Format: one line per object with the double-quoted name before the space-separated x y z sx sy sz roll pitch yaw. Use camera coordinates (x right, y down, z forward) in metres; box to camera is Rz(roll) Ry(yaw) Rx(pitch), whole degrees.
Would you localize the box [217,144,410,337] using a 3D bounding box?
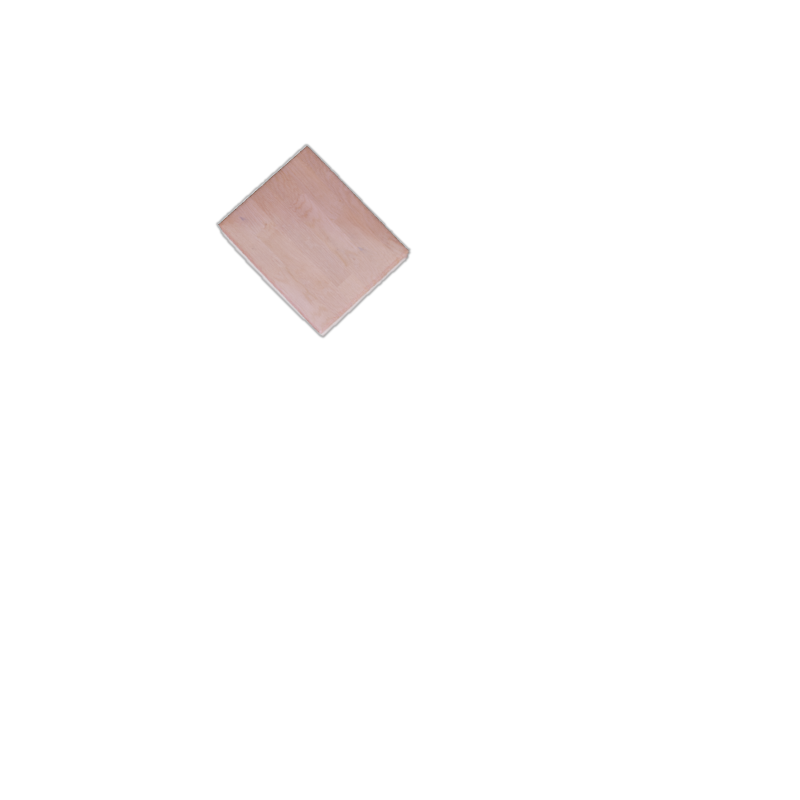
"box" -0.064 -0.116 0.812 0.090 0.116 0.038 -43 -7 -7
